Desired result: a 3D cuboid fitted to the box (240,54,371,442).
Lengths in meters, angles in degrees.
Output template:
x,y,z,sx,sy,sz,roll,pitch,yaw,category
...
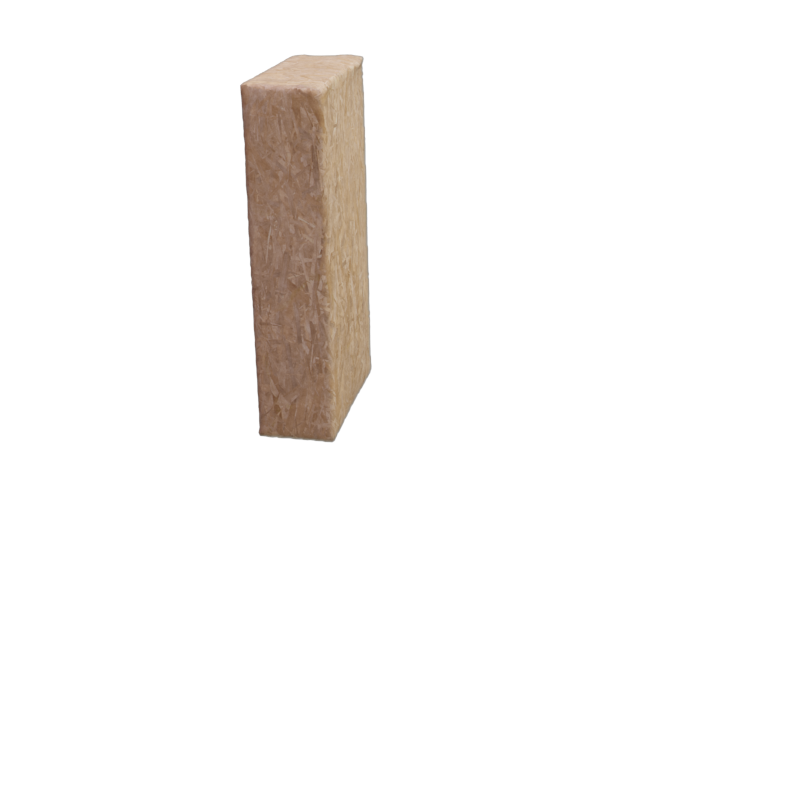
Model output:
x,y,z,sx,sy,sz,roll,pitch,yaw,category
-0.043,-0.079,0.557,0.049,0.168,0.096,5,21,9,box
